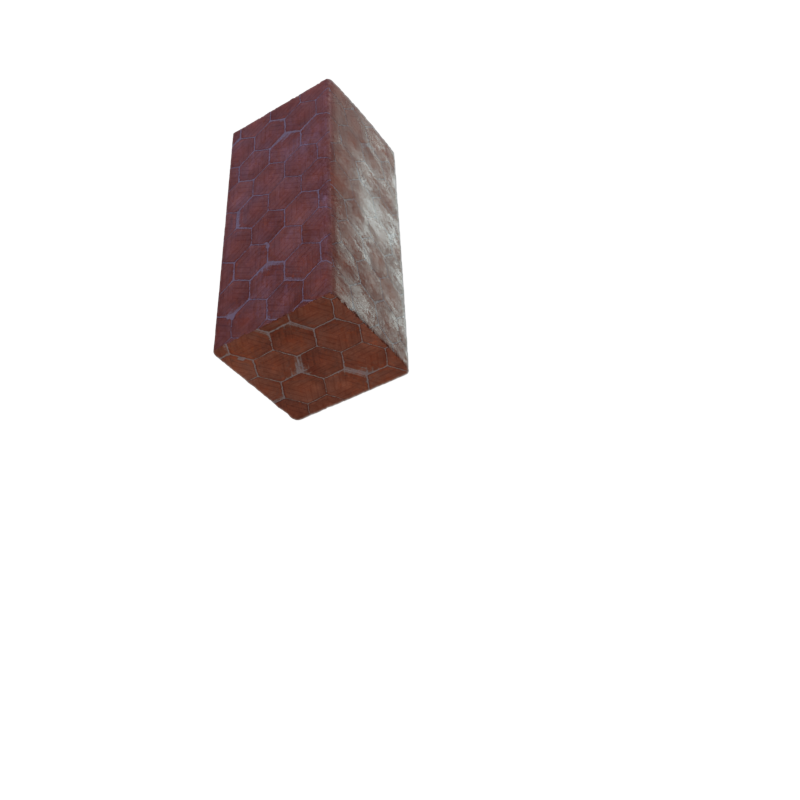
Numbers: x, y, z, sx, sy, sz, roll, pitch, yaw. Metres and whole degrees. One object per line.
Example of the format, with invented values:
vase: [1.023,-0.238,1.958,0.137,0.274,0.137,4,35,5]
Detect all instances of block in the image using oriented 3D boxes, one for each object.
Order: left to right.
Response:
block: [-0.058,-0.106,0.744,0.091,0.221,0.084,-25,-46,23]
